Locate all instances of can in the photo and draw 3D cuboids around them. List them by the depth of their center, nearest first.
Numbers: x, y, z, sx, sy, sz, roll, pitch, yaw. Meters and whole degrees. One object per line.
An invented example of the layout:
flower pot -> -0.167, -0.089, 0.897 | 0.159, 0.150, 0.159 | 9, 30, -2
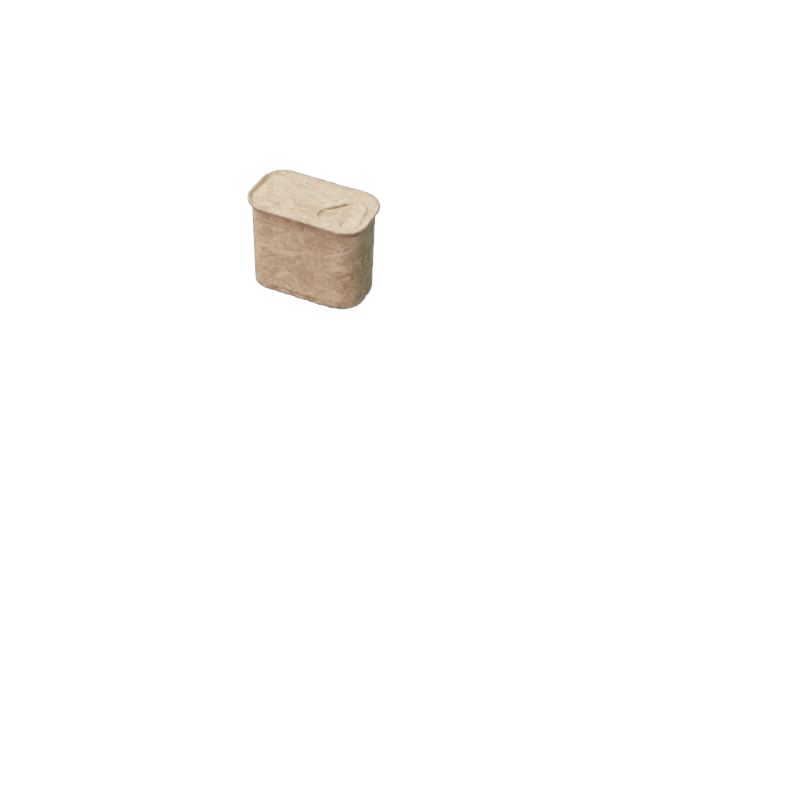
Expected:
can -> -0.069, -0.127, 0.889 | 0.106, 0.078, 0.059 | 19, 44, 18
